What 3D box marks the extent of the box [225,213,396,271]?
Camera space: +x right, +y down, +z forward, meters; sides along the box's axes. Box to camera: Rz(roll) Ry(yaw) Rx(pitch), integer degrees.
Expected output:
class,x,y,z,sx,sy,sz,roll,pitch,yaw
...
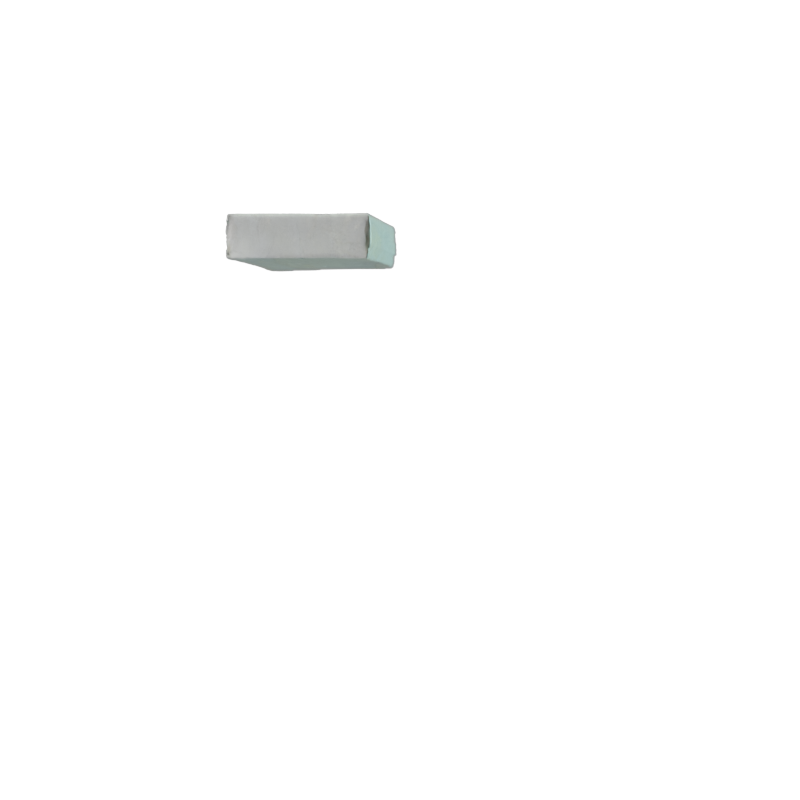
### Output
class,x,y,z,sx,sy,sz,roll,pitch,yaw
box,-0.067,-0.122,0.854,0.116,0.039,0.087,0,0,14
